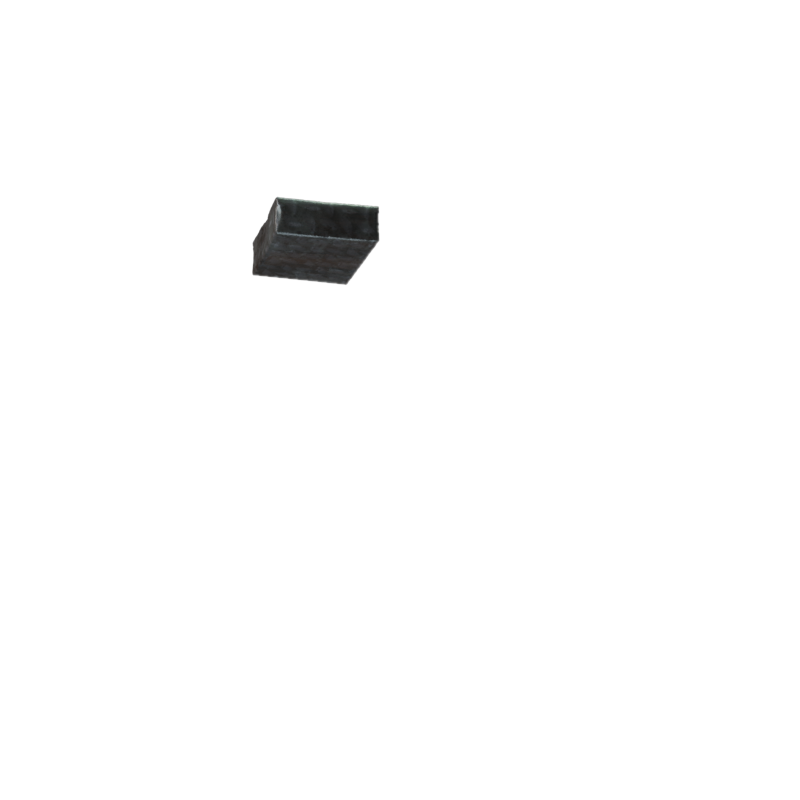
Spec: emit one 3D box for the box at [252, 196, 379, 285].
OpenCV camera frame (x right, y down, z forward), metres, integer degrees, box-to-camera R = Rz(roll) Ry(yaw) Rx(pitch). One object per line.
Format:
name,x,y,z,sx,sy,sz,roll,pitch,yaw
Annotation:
box,-0.062,-0.112,0.786,0.072,0.031,0.087,4,-16,-15
